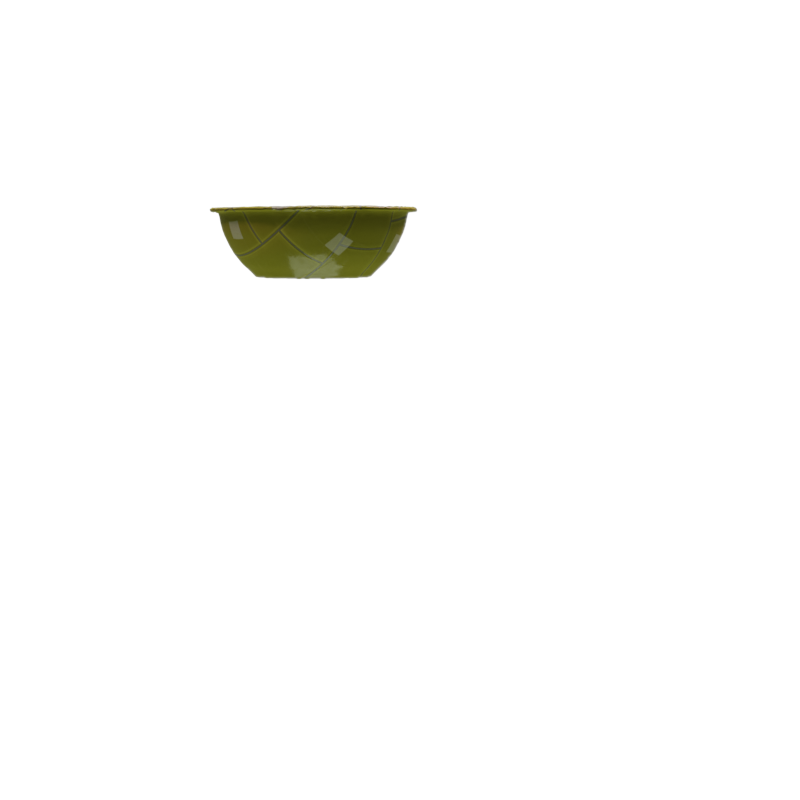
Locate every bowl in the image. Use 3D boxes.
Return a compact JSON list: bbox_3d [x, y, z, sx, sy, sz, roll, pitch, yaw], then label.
[{"bbox_3d":[-0.068,-0.124,0.866,0.162,0.055,0.164,0,8,-2],"label":"bowl"}]
